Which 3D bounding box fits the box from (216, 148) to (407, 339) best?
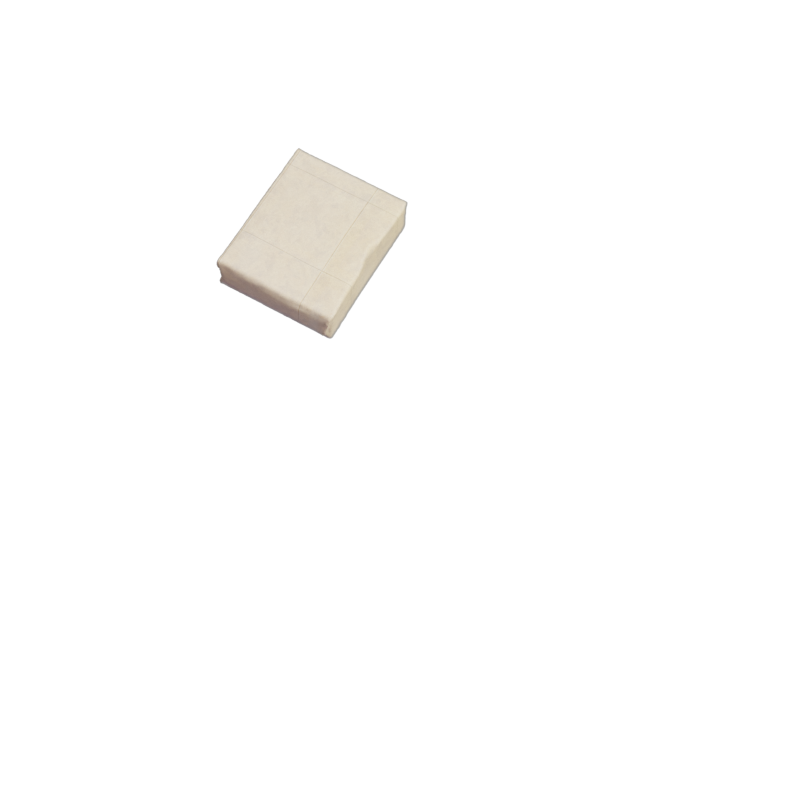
[{"bbox_3d":[-0.049,-0.088,0.619,0.075,0.092,0.028,27,-25,13],"label":"box"}]
